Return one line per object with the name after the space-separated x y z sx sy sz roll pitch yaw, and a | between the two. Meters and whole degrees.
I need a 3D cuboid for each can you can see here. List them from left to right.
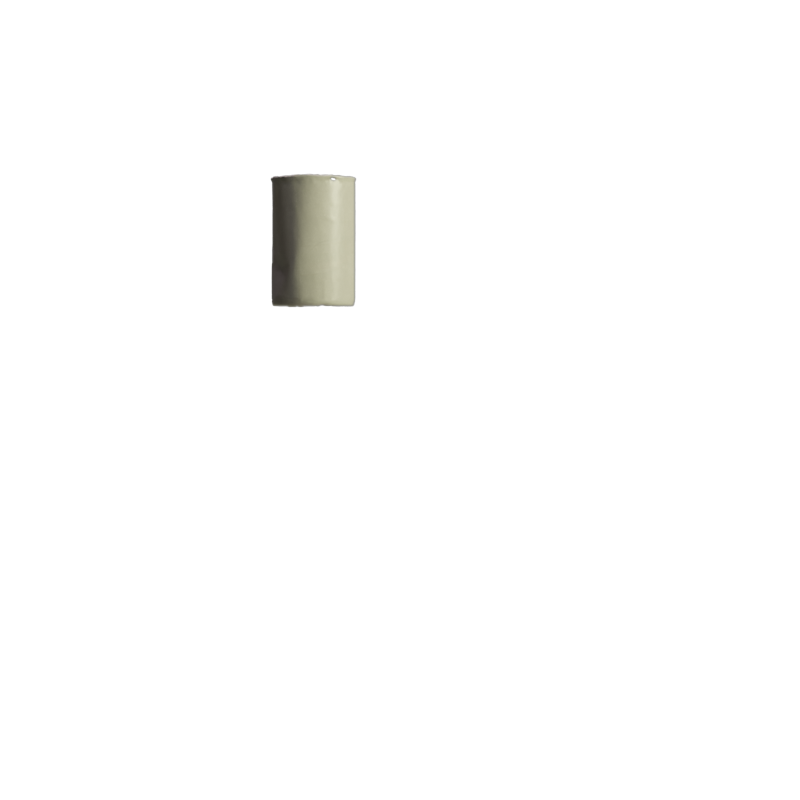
-0.069 -0.125 0.878 0.068 0.103 0.069 0 0 -2 | can
